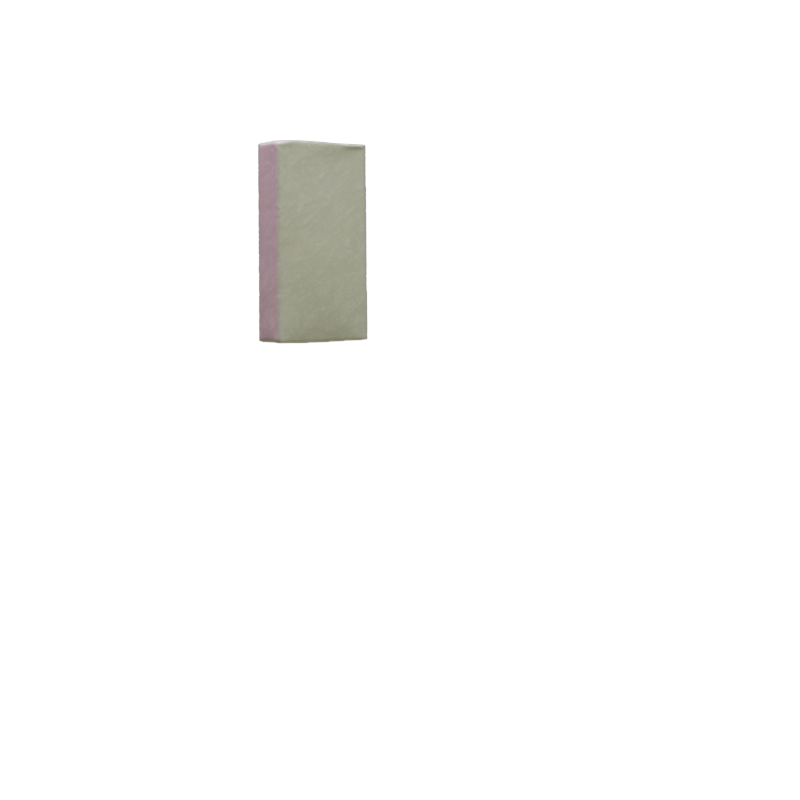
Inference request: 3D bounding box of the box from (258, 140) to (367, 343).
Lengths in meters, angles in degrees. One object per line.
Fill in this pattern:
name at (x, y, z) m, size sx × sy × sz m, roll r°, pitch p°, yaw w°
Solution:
box at (-0.077, -0.141, 0.985) m, size 0.090 × 0.176 × 0.050 m, roll -1°, pitch 2°, yaw -31°
